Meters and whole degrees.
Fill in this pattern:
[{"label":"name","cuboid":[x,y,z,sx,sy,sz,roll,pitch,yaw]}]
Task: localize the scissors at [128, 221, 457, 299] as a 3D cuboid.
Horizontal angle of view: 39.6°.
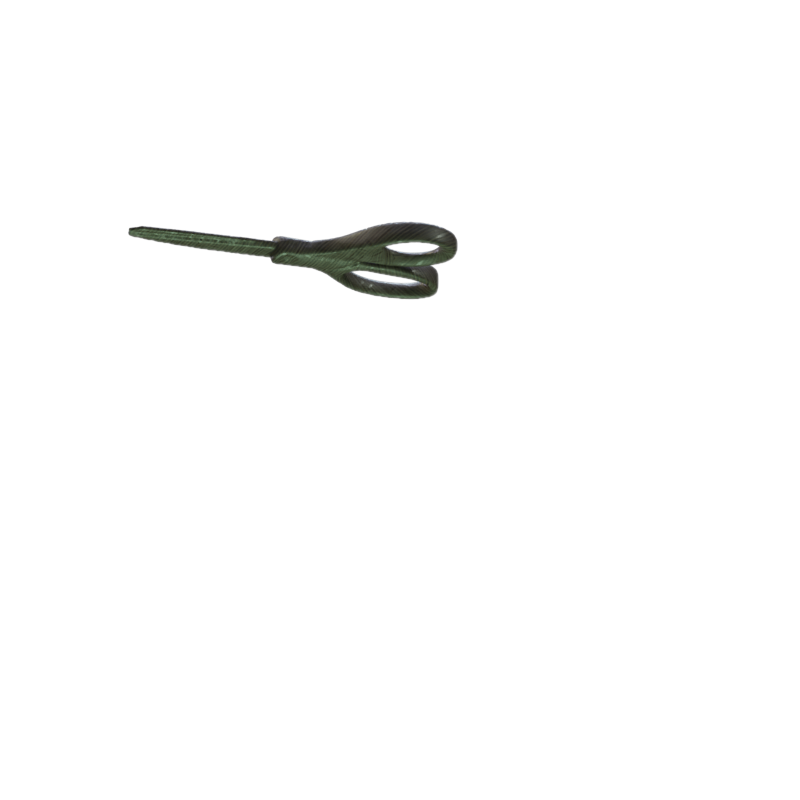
[{"label":"scissors","cuboid":[-0.052,-0.096,0.669,0.193,0.017,0.095,12,-24,-29]}]
